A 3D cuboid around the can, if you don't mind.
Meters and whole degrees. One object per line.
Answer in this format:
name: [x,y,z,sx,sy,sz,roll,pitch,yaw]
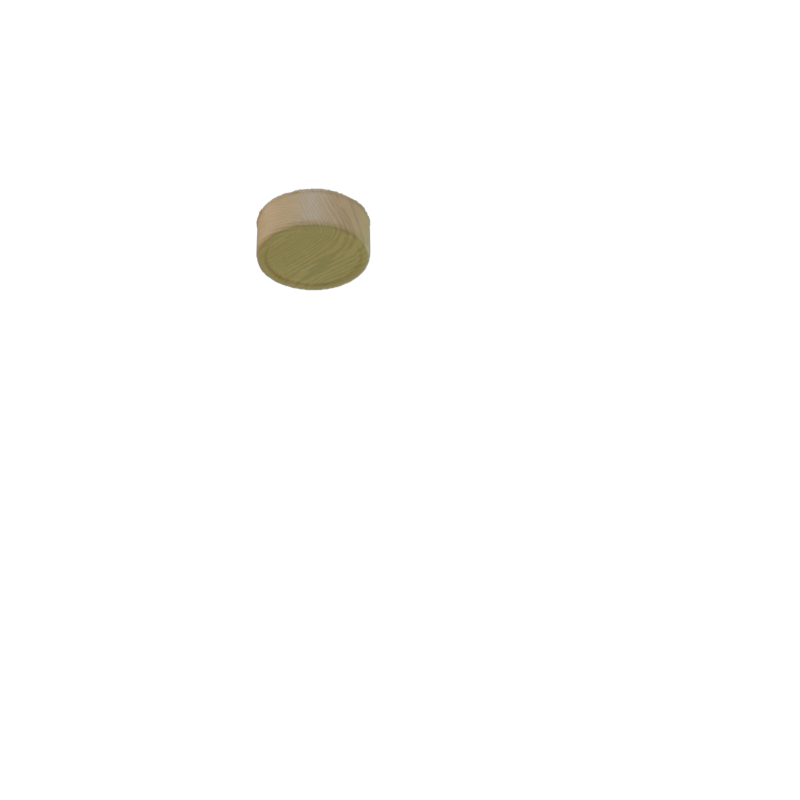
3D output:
can: [-0.065,-0.118,0.826,0.086,0.036,0.080,1,-31,-2]
